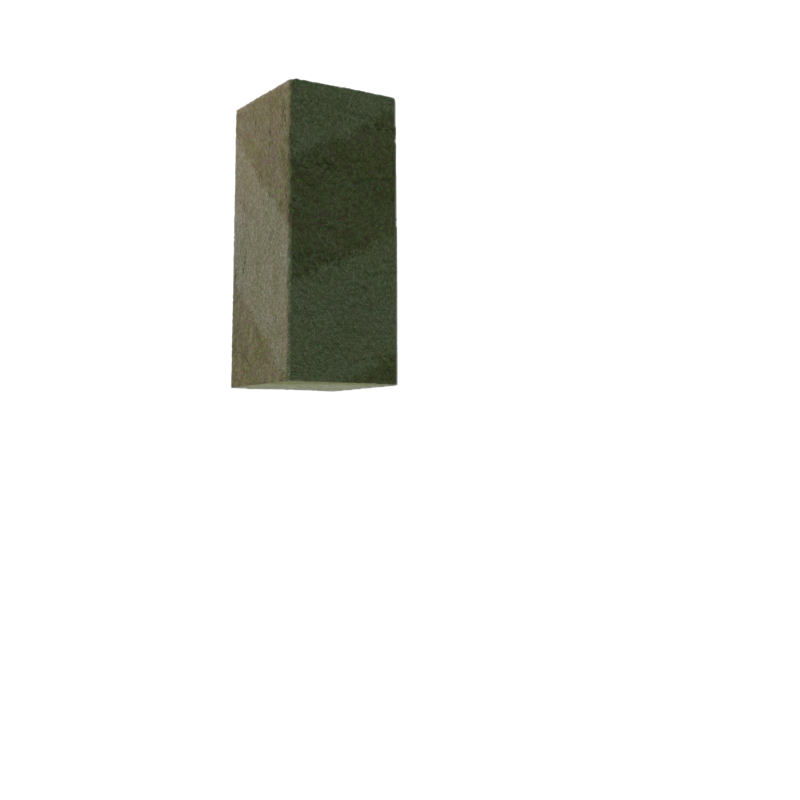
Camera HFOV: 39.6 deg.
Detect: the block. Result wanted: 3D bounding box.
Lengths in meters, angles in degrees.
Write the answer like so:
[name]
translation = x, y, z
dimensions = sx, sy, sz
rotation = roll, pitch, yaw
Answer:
[block]
translation = -0.061, -0.113, 0.793
dimensions = 0.086, 0.211, 0.092
rotation = 5, -11, -32
